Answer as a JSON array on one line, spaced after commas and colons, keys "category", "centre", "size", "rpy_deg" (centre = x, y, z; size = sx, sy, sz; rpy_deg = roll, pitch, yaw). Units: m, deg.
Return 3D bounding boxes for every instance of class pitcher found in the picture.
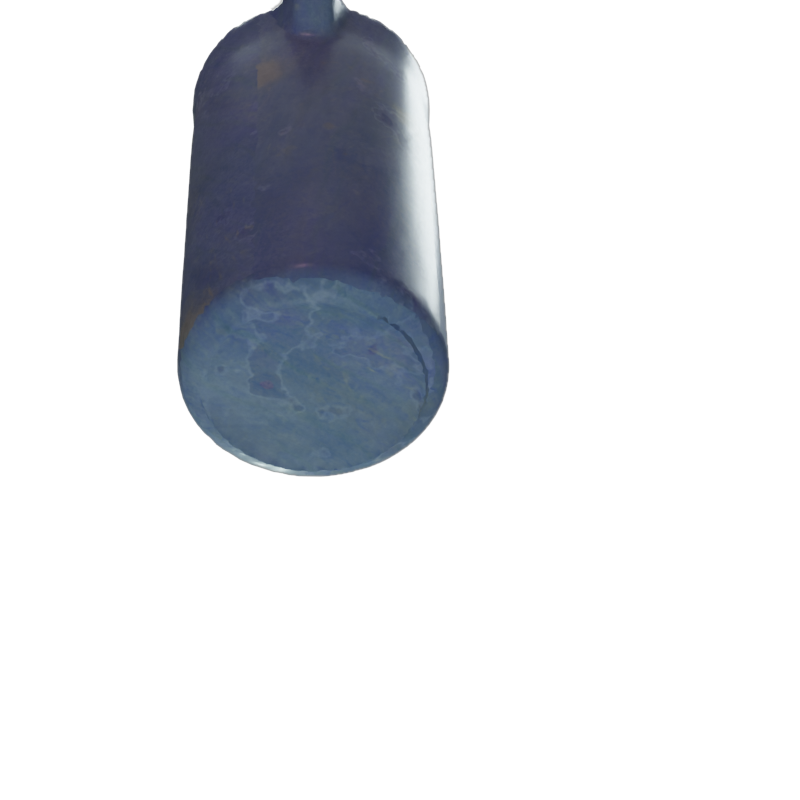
[{"category": "pitcher", "centre": [-0.042, -0.077, 0.536], "size": [0.144, 0.260, 0.140], "rpy_deg": [-36, -58, 23]}]
